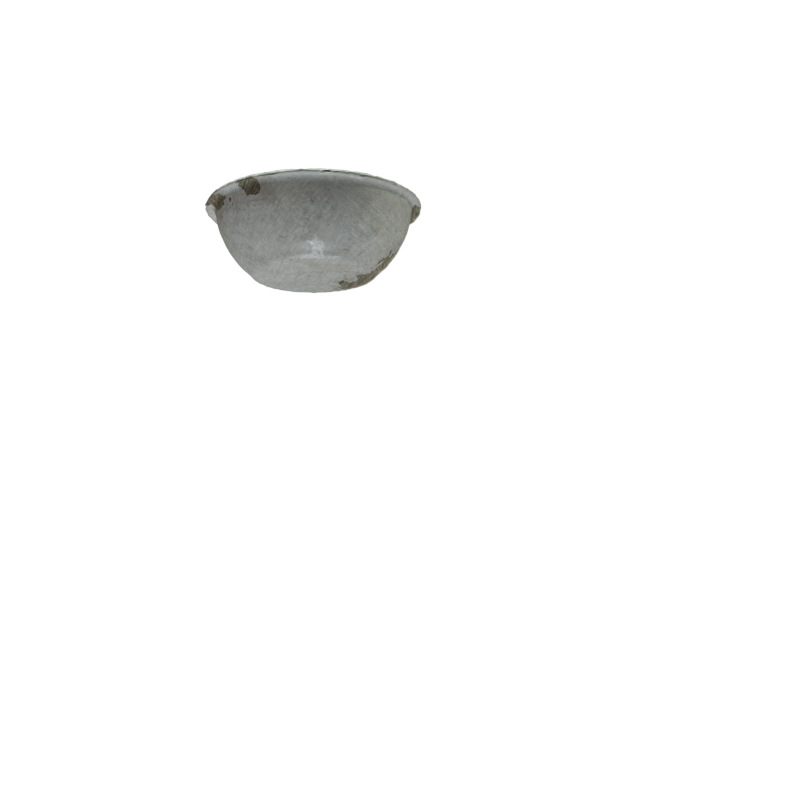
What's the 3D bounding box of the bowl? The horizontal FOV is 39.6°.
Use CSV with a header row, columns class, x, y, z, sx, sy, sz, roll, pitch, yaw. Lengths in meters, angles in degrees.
class,x,y,z,sx,sy,sz,roll,pitch,yaw
bowl,-0.065,-0.118,0.825,0.162,0.057,0.157,0,-11,-2
